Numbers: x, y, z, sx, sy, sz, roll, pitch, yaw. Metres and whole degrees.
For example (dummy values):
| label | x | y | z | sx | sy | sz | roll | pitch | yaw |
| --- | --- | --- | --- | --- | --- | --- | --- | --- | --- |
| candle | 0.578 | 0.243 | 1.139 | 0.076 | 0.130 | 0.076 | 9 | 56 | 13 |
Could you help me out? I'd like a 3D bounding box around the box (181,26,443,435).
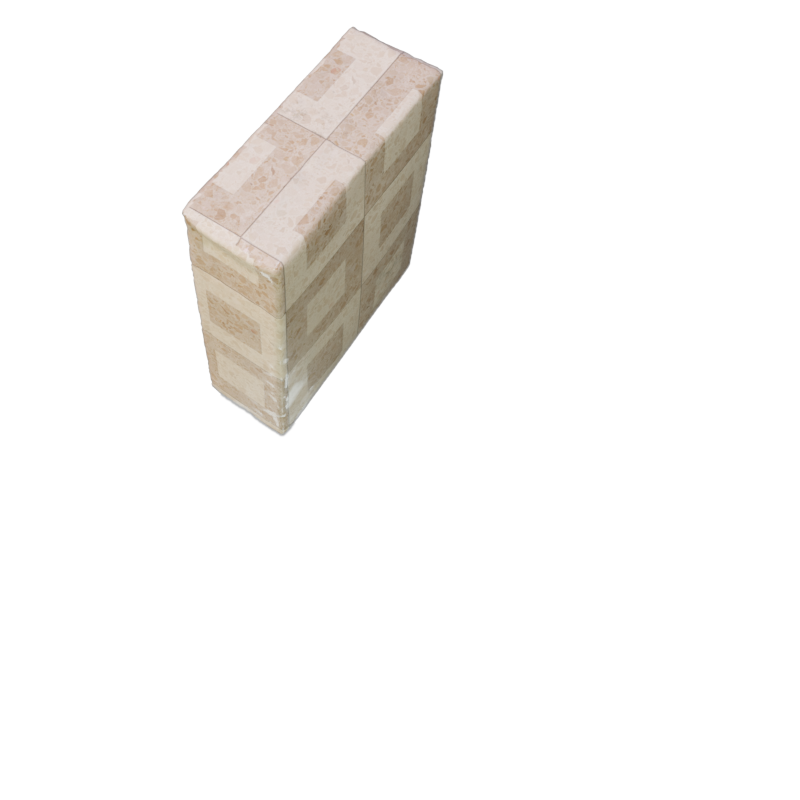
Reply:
| label | x | y | z | sx | sy | sz | roll | pitch | yaw |
| --- | --- | --- | --- | --- | --- | --- | --- | --- | --- |
| box | -0.053 | -0.098 | 0.683 | 0.074 | 0.168 | 0.201 | 30 | -25 | 11 |
